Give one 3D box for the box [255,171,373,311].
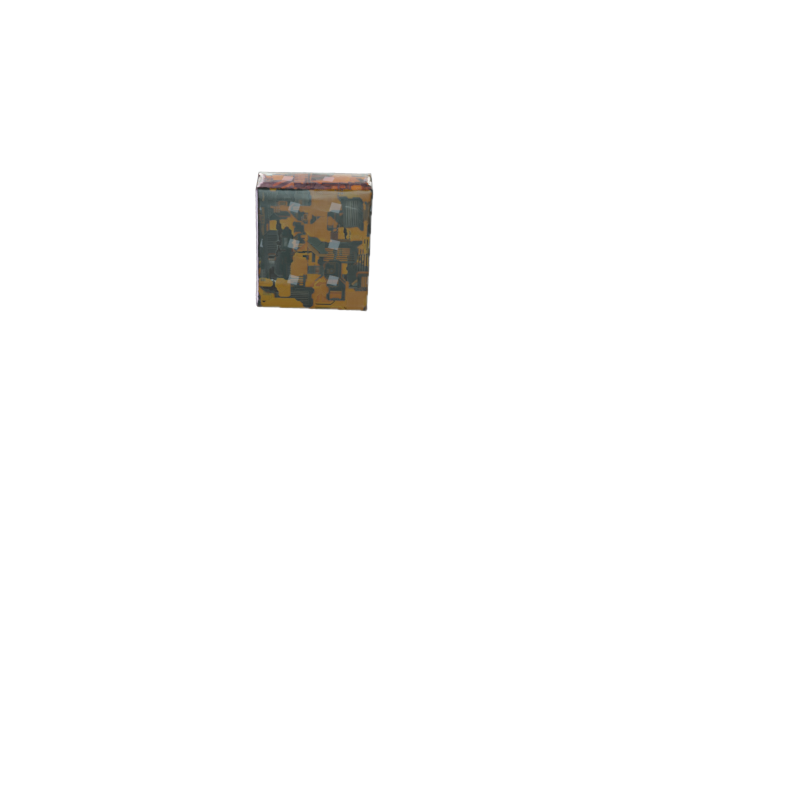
[{"bbox_3d":[-0.056,-0.102,0.713,0.073,0.084,0.032,2,29,-2],"label":"box"}]
